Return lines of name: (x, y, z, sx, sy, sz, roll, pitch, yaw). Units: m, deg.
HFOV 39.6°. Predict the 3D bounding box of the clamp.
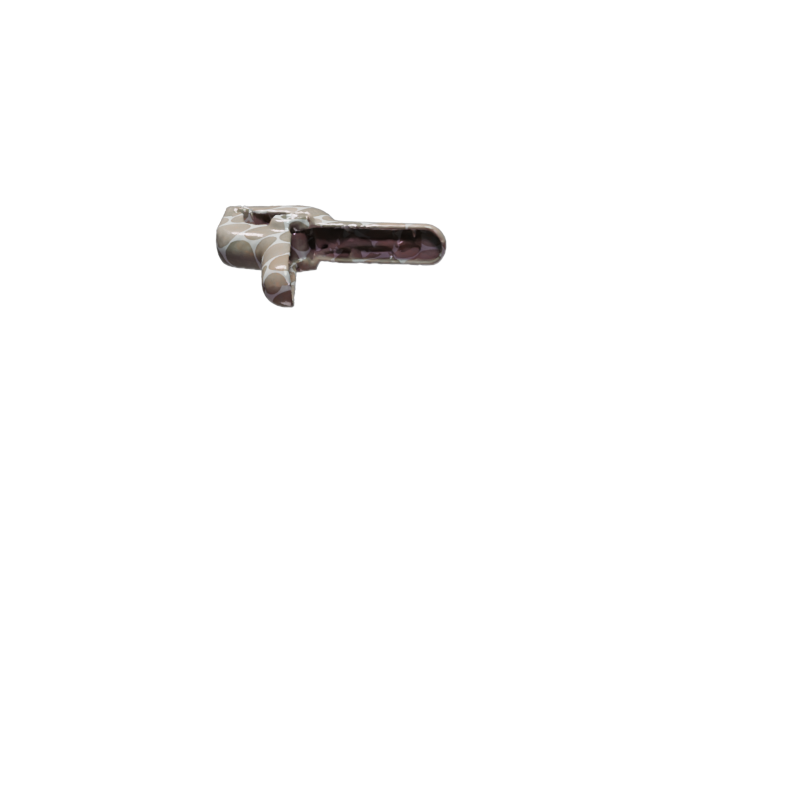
clamp: (-0.055, -0.099, 0.696, 0.117, 0.038, 0.183, -10, 24, -24)
